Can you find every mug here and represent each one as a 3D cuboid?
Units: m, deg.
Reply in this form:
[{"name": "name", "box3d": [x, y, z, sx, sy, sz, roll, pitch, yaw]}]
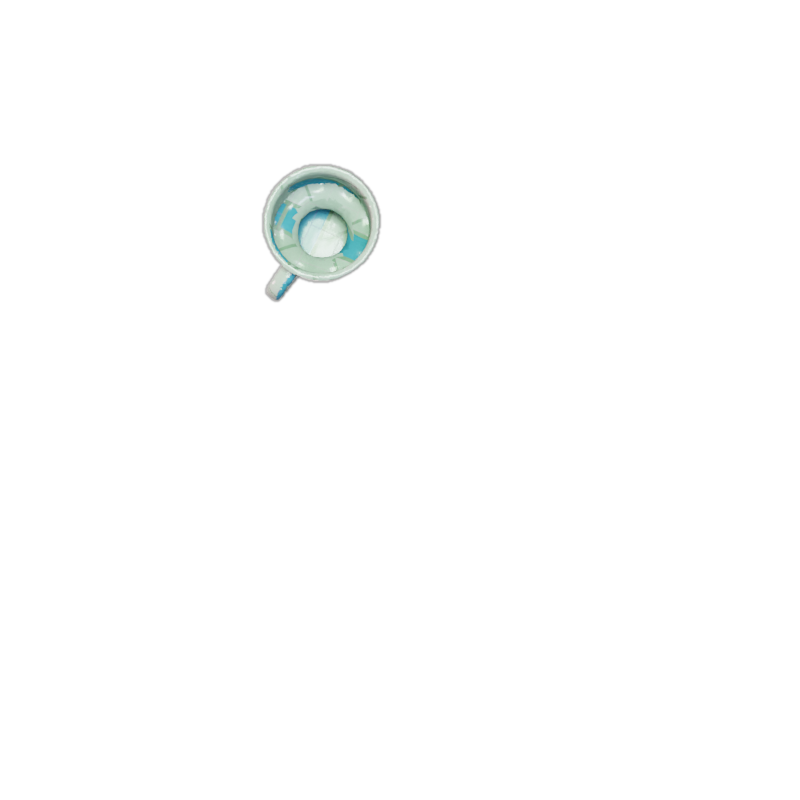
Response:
[{"name": "mug", "box3d": [-0.072, -0.131, 0.915, 0.094, 0.118, 0.080, 33, -5, 1]}]
